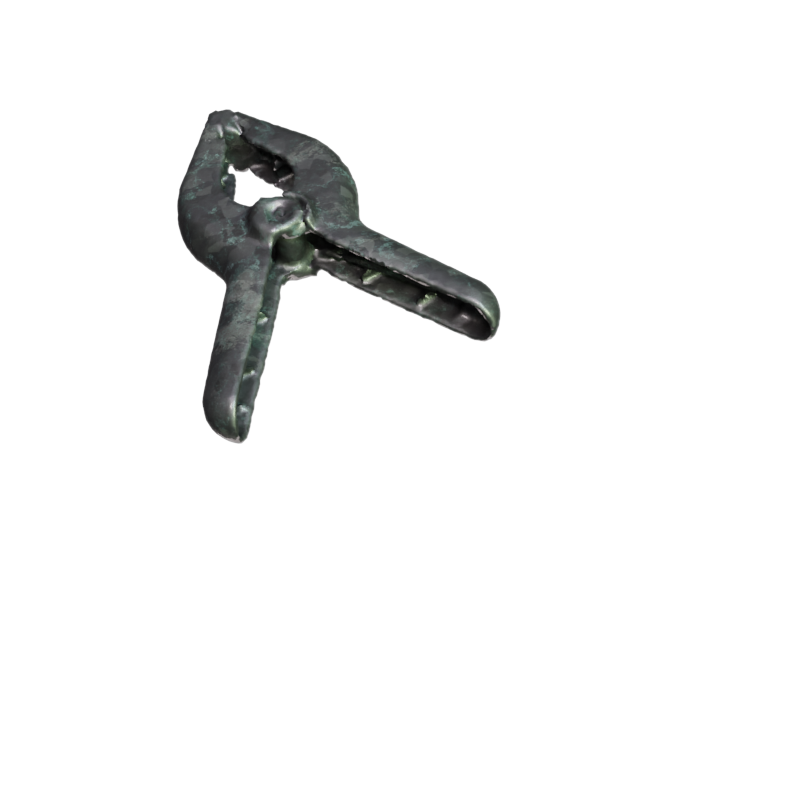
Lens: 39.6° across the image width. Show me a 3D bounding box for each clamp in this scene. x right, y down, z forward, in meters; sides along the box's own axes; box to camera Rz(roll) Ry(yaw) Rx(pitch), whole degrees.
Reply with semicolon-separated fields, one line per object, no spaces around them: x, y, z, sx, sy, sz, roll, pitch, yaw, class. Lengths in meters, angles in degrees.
-0.037;-0.067;0.468;0.119;0.185;0.036;-12;-38;-10;clamp
